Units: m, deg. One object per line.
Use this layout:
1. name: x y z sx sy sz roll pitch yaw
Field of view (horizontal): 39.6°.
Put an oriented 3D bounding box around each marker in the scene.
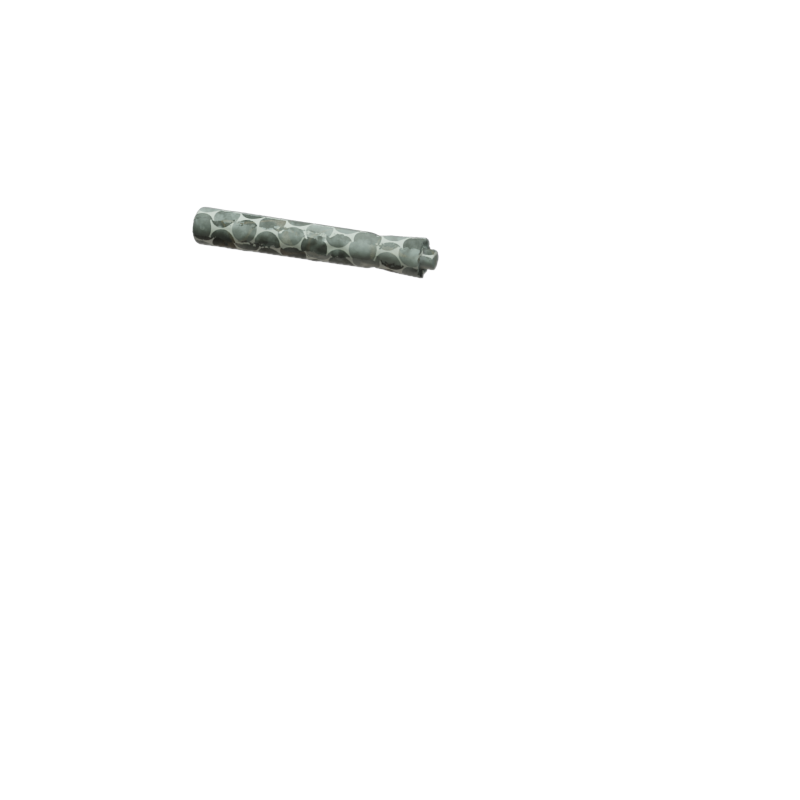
1. marker: -0.041 -0.075 0.525 0.125 0.020 0.019 11 8 21
